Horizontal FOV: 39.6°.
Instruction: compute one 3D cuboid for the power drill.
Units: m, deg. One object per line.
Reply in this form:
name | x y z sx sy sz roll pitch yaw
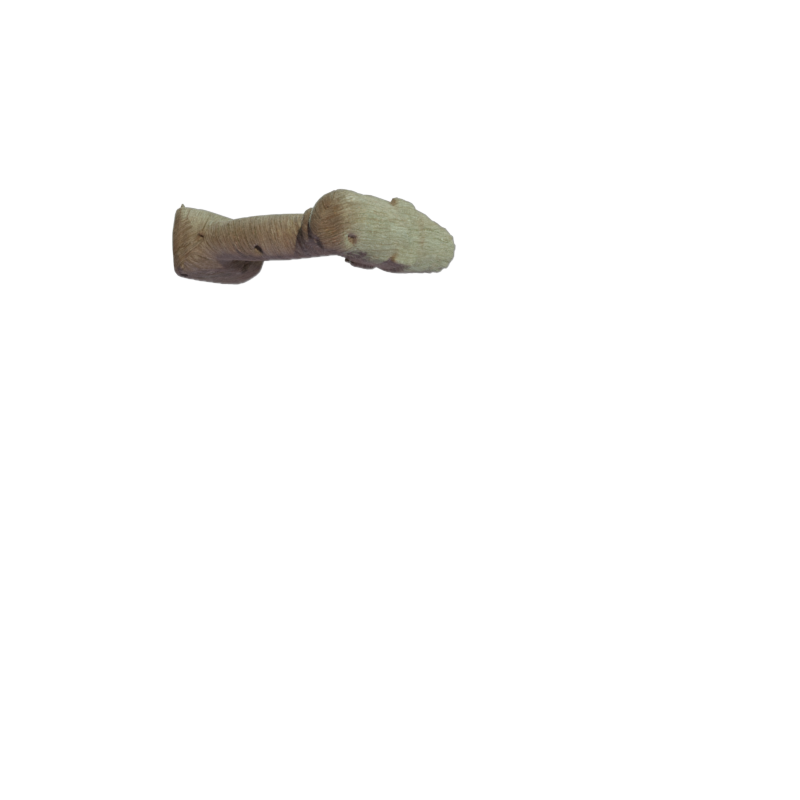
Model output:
power drill | -0.068 -0.123 0.864 0.193 0.058 0.176 -2 -4 28
